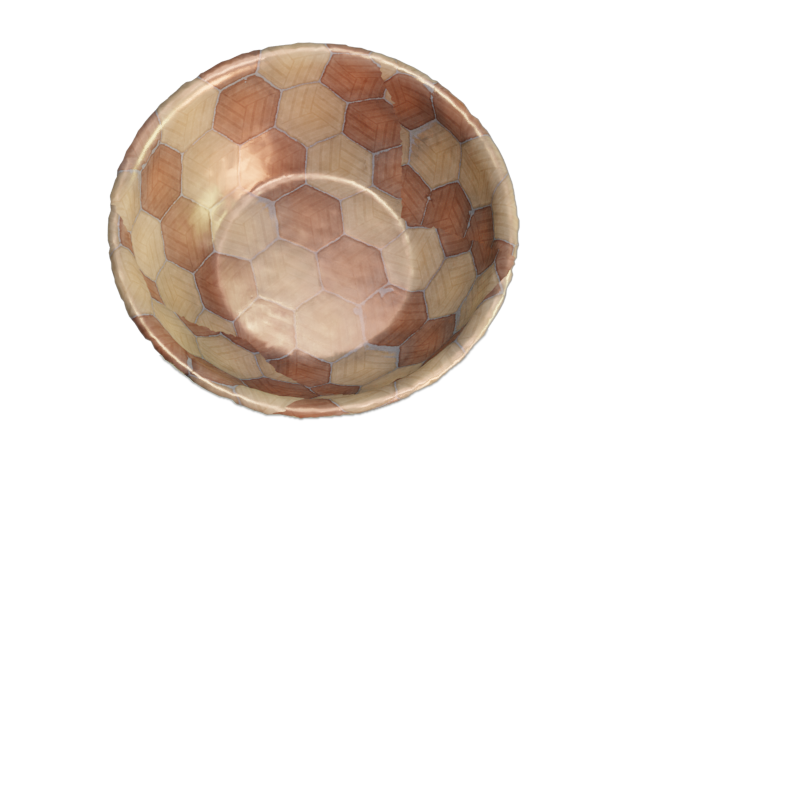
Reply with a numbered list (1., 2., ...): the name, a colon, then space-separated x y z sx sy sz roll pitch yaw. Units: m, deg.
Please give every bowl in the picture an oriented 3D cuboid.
1. bowl: -0.036 -0.065 0.459 0.162 0.170 0.052 -1 -21 -1
